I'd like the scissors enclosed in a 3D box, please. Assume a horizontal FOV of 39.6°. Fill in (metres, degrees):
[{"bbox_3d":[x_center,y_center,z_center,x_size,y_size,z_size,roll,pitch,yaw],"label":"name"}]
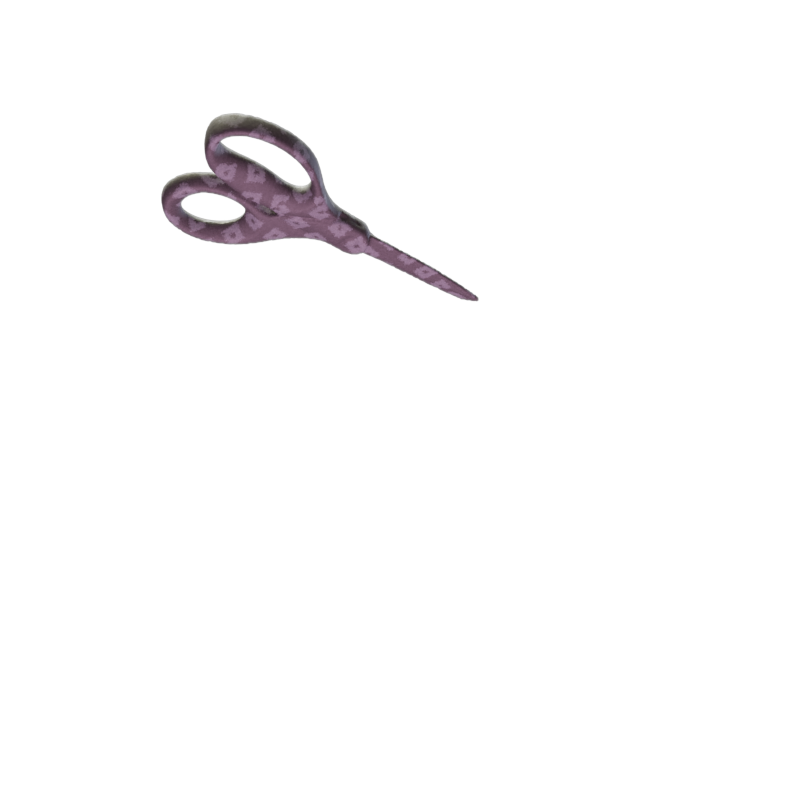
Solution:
[{"bbox_3d":[-0.047,-0.086,0.605,0.097,0.017,0.187,-21,-38,28],"label":"scissors"}]
